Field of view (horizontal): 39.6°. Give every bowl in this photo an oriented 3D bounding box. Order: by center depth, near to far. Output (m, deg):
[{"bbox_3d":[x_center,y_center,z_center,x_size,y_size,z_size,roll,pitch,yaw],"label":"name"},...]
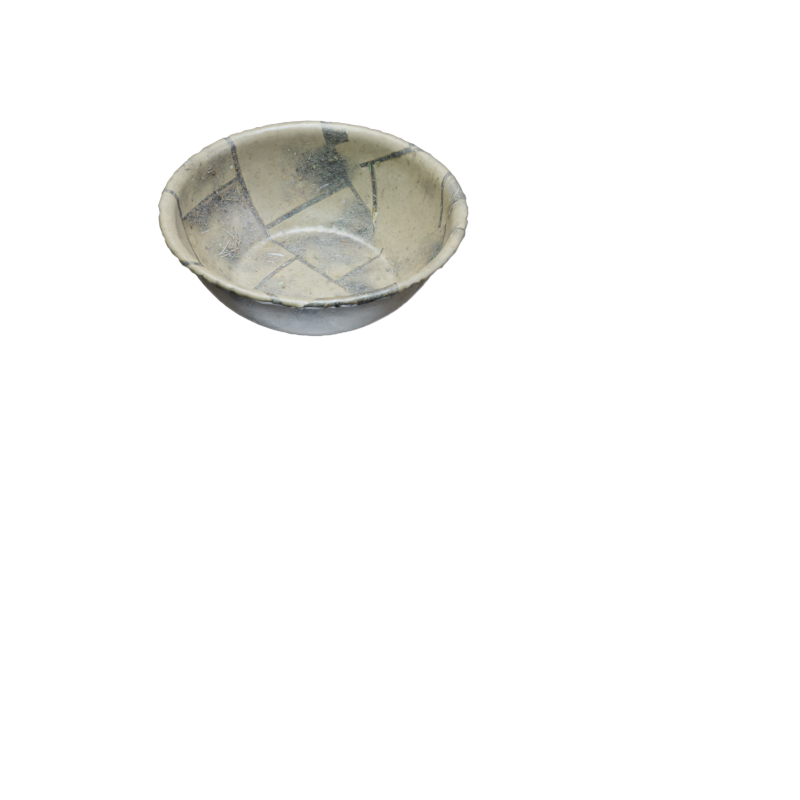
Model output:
[{"bbox_3d":[-0.047,-0.085,0.596,0.162,0.051,0.174,-1,43,-1],"label":"bowl"}]
